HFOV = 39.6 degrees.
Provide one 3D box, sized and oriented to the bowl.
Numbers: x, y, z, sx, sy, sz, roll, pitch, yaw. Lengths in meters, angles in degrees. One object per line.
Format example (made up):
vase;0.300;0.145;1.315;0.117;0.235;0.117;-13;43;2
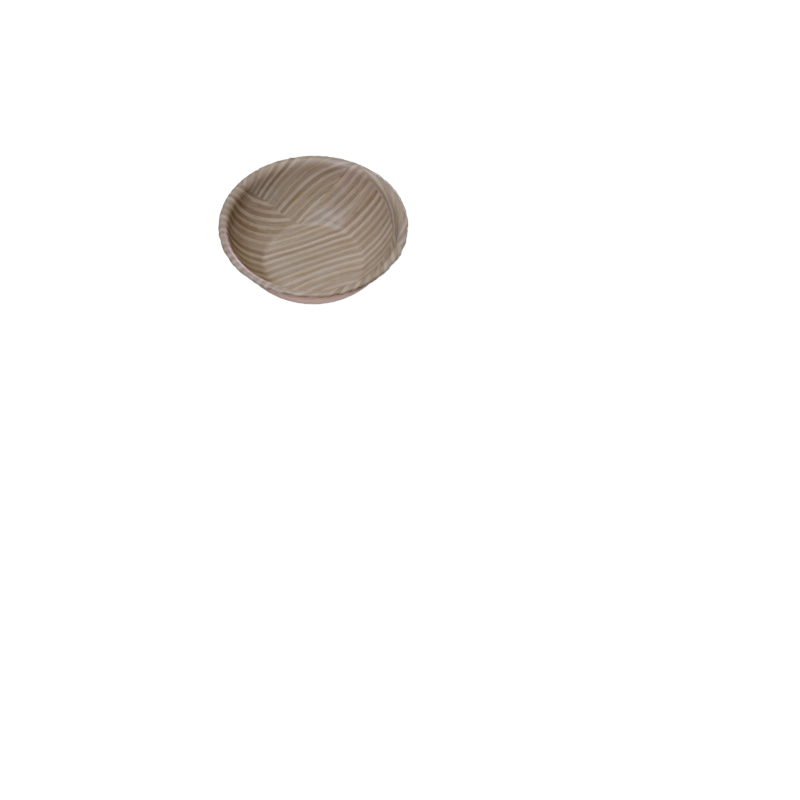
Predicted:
bowl;-0.075;-0.137;0.961;0.162;0.174;0.051;-1;-37;-1
